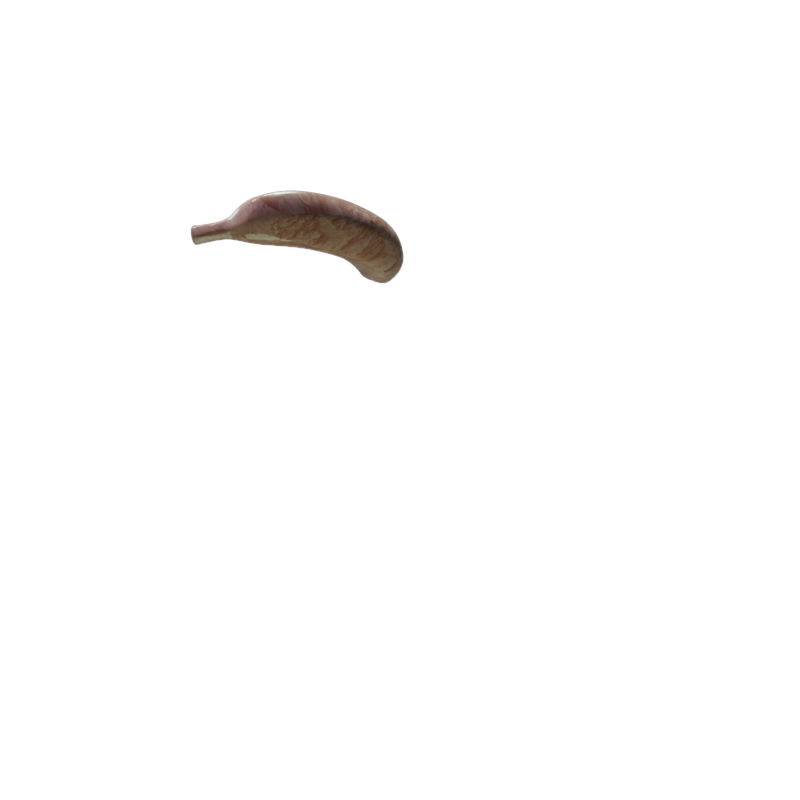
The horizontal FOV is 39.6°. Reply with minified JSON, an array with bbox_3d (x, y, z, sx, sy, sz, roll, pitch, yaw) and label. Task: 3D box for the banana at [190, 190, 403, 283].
[{"bbox_3d":[-0.046,-0.108,0.733,0.071,0.038,0.188,-6,-9,38],"label":"banana"}]
